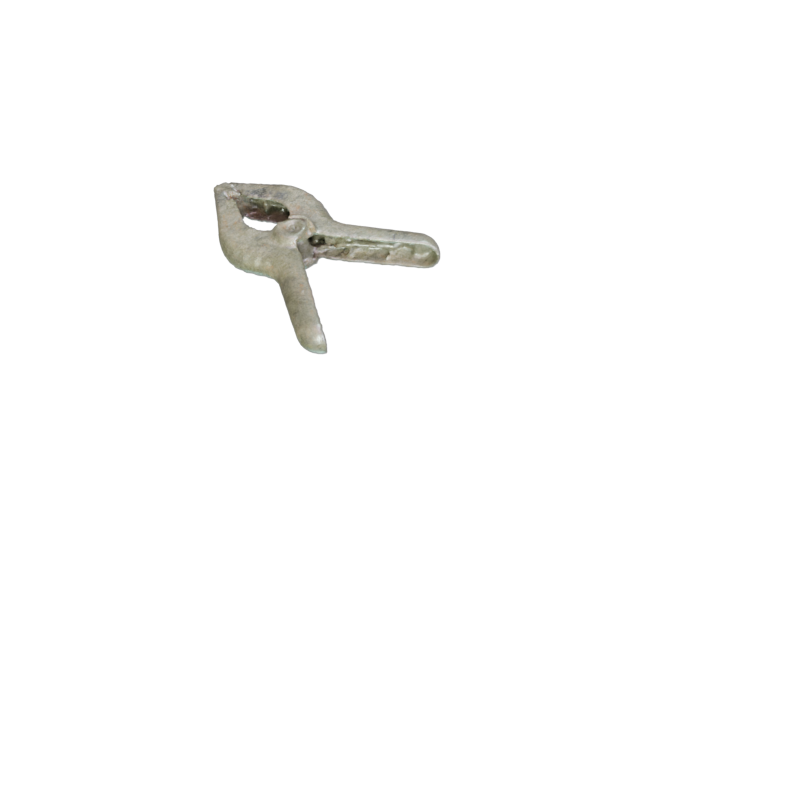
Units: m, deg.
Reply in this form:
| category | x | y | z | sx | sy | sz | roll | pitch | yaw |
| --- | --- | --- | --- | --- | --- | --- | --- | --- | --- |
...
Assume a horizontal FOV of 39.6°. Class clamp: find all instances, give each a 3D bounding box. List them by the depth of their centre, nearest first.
| category | x | y | z | sx | sy | sz | roll | pitch | yaw |
| --- | --- | --- | --- | --- | --- | --- | --- | --- | --- |
| clamp | -0.060 | -0.109 | 0.766 | 0.120 | 0.036 | 0.184 | -27 | 51 | -25 |
